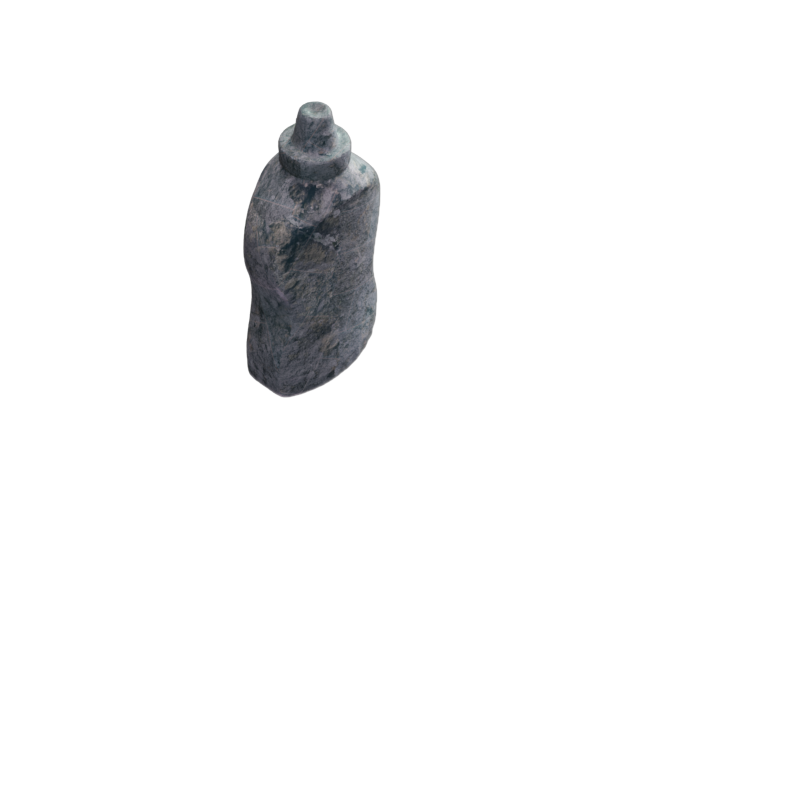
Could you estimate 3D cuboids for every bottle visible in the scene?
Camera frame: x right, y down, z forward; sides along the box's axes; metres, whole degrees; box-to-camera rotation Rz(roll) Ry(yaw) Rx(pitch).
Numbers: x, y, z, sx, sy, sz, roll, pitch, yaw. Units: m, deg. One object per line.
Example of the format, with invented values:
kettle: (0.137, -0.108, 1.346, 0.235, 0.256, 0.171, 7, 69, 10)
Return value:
bottle: (-0.052, -0.094, 0.663, 0.062, 0.179, 0.097, 33, 52, 26)
